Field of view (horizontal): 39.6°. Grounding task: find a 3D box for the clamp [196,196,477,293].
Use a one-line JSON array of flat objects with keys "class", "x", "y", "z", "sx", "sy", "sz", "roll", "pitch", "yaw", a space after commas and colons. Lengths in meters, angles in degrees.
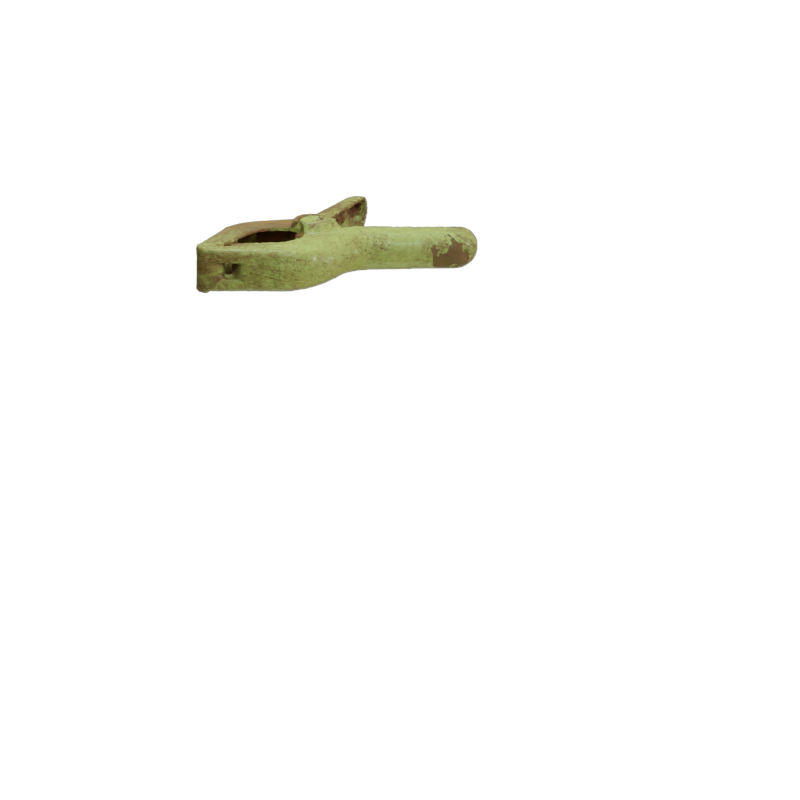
[{"class": "clamp", "x": -0.053, "y": -0.097, "z": 0.680, "sx": 0.167, "sy": 0.038, "sz": 0.127, "roll": -9, "pitch": 19, "yaw": -28}]
